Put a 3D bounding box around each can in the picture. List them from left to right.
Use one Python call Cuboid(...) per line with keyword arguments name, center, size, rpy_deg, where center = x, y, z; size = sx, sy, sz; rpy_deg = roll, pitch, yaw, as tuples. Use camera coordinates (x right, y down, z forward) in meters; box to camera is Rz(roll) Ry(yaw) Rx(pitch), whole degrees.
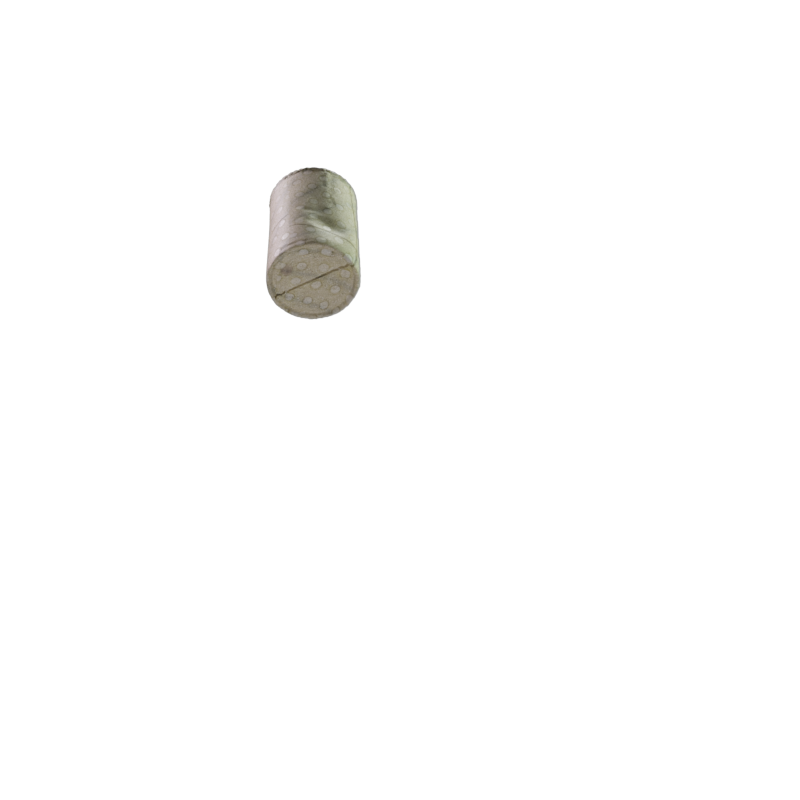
Cuboid(name="can", center=(-0.064, -0.116, 0.812), size=(0.068, 0.064, 0.109), rpy_deg=(-1, 39, -3))
